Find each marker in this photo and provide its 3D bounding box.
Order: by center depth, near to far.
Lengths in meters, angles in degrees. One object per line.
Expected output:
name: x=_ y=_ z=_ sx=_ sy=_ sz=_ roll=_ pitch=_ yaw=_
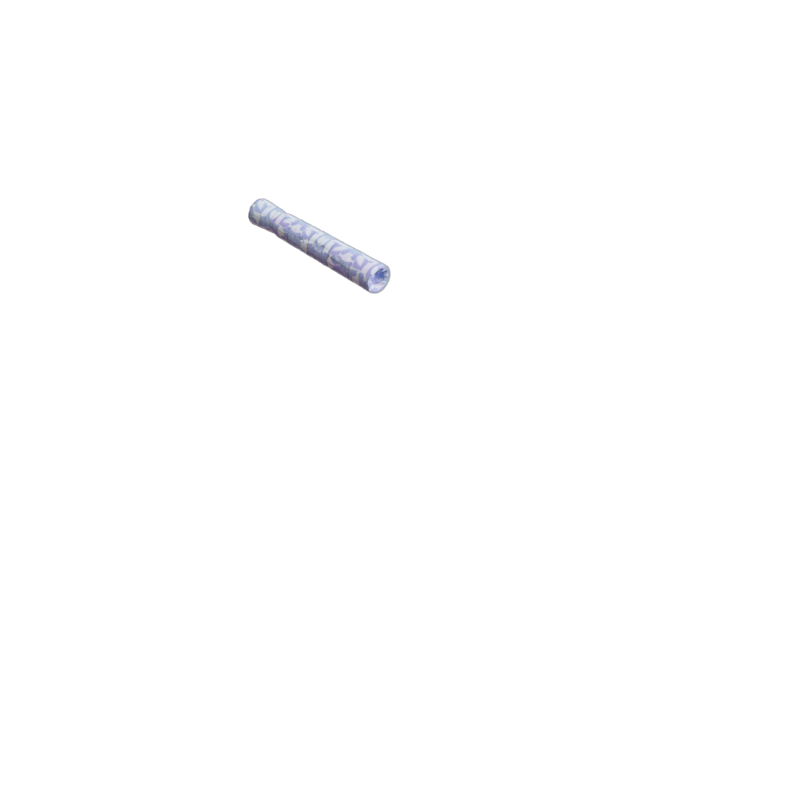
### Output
marker: x=-0.054 y=-0.098 z=0.685 sx=0.019 sy=0.019 sz=0.130 roll=-3 pitch=28 yaw=-44
